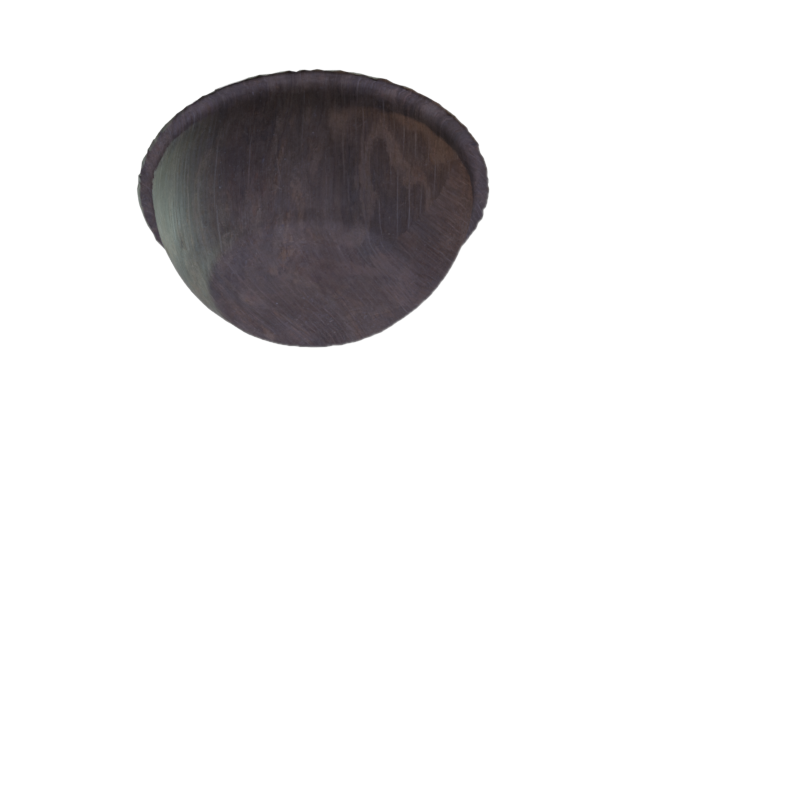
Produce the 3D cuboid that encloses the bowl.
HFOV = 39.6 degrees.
[{"bbox_3d":[-0.039,-0.071,0.498,0.162,0.059,0.152,1,-34,-2],"label":"bowl"}]
